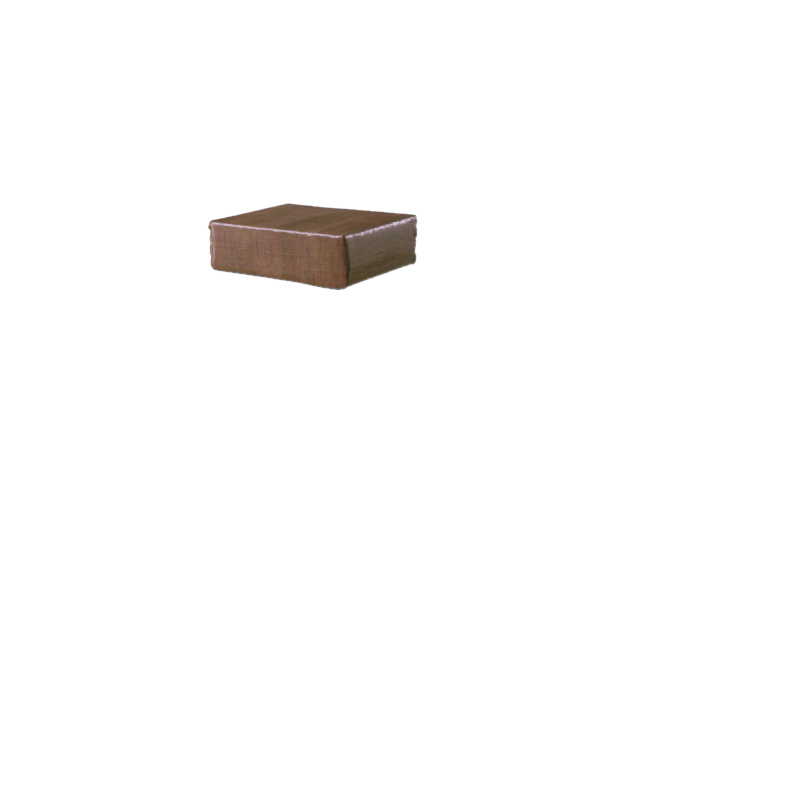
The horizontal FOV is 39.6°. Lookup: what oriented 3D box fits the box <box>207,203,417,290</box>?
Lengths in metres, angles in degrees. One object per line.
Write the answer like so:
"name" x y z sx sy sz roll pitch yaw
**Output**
"box" -0.059 -0.107 0.747 0.119 0.037 0.089 13 23 31
